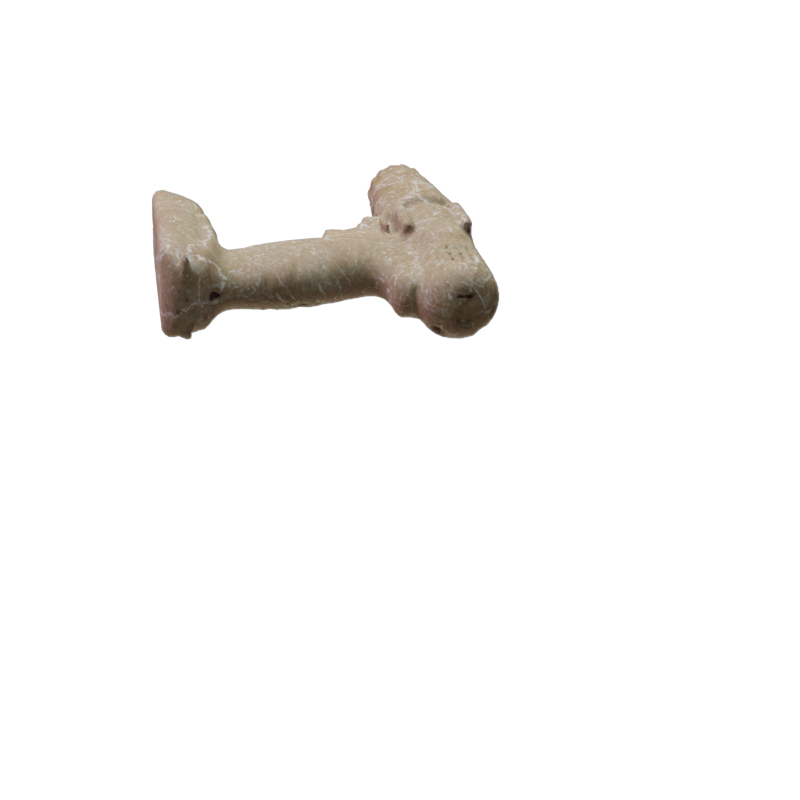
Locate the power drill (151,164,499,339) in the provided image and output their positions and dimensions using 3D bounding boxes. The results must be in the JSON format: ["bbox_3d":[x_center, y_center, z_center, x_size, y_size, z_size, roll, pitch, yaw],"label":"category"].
[{"bbox_3d":[-0.051,-0.094,0.656,0.186,0.054,0.197,-5,30,-10],"label":"power drill"}]
